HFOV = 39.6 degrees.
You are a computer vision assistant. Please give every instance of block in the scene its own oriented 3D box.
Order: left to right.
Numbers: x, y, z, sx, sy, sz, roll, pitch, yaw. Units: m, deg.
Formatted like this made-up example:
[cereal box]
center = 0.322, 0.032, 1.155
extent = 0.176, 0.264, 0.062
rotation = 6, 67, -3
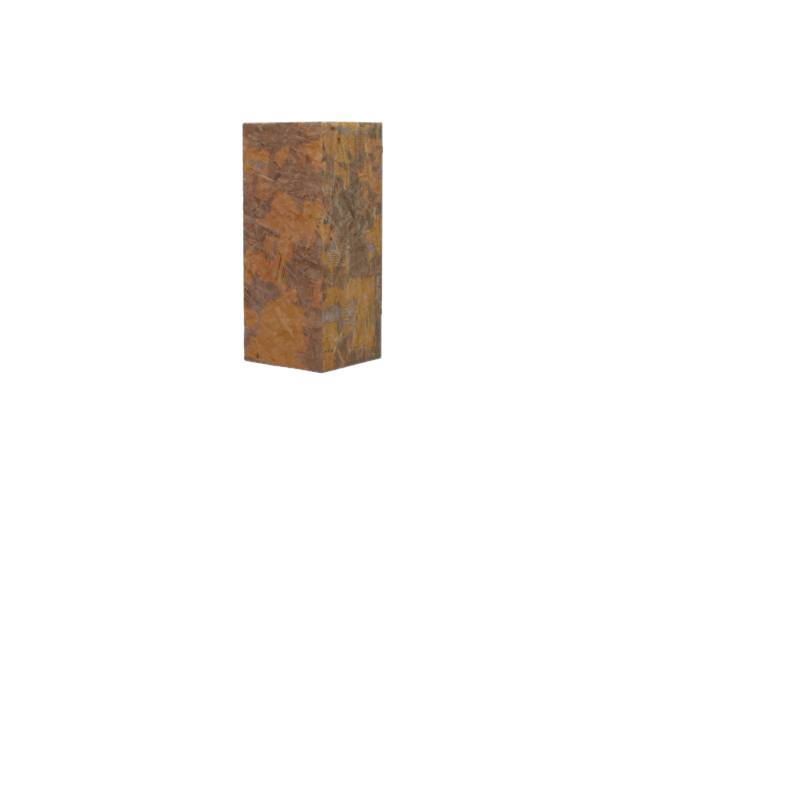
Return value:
[block]
center = -0.075, -0.137, 0.957
extent = 0.094, 0.203, 0.088
rotation = 5, 8, 37
